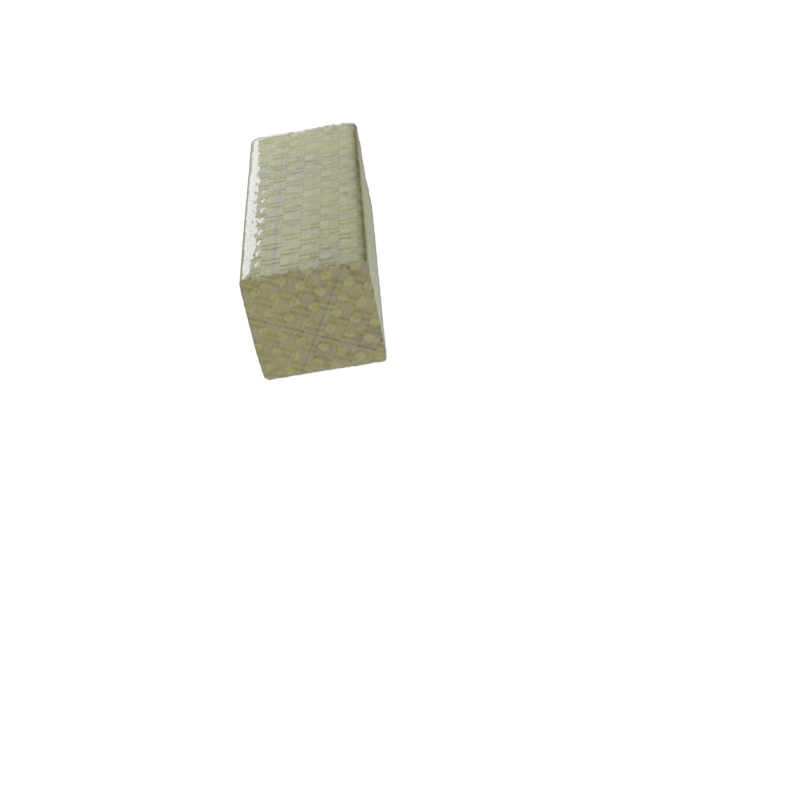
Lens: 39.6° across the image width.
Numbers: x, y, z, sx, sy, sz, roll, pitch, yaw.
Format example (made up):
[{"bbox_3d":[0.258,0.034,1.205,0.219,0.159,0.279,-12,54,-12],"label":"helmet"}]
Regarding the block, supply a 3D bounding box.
[{"bbox_3d":[-0.067,-0.121,0.846,0.091,0.084,0.221,-9,38,3],"label":"block"}]
